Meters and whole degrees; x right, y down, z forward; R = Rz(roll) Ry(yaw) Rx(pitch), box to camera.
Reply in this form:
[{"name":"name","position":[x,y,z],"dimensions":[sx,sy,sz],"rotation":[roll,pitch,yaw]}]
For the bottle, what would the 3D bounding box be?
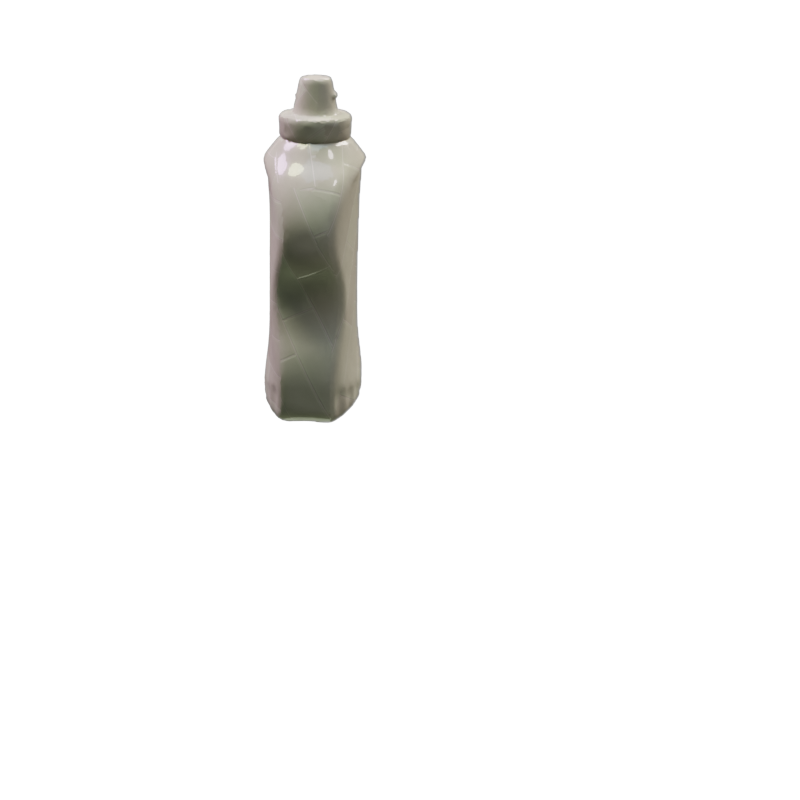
[{"name":"bottle","position":[-0.050,-0.092,0.642],"dimensions":[0.059,0.184,0.100],"rotation":[3,20,3]}]
